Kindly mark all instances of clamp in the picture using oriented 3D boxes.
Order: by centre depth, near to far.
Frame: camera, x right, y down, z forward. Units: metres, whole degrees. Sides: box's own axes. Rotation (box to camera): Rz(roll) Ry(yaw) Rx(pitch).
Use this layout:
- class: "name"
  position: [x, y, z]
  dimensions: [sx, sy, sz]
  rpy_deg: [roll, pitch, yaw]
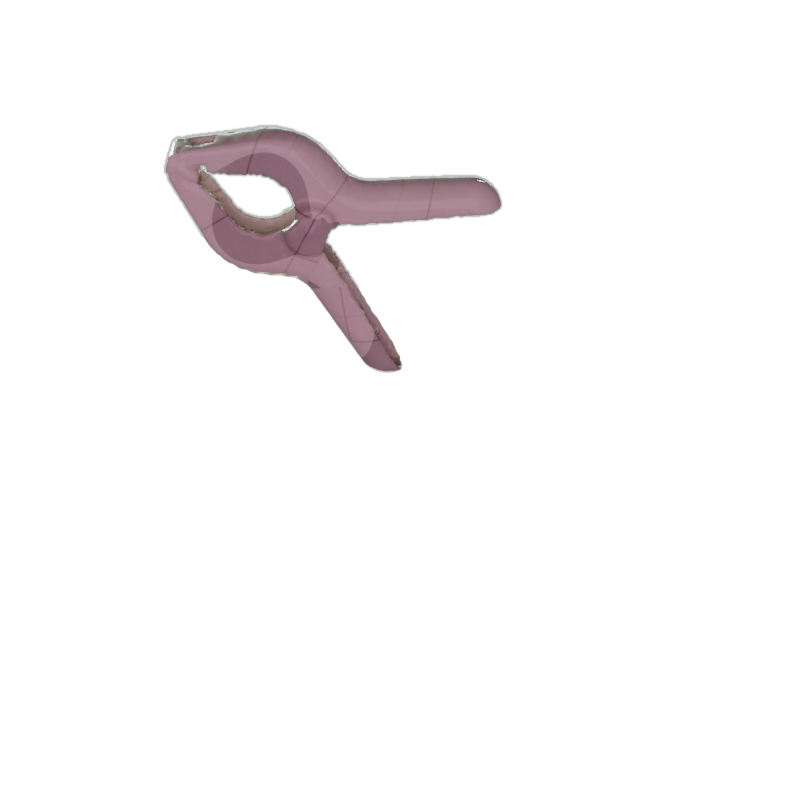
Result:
- class: "clamp"
  position: [-0.046, -0.083, 0.583]
  dimensions: [0.169, 0.117, 0.041]
  rpy_deg: [18, 16, -6]
